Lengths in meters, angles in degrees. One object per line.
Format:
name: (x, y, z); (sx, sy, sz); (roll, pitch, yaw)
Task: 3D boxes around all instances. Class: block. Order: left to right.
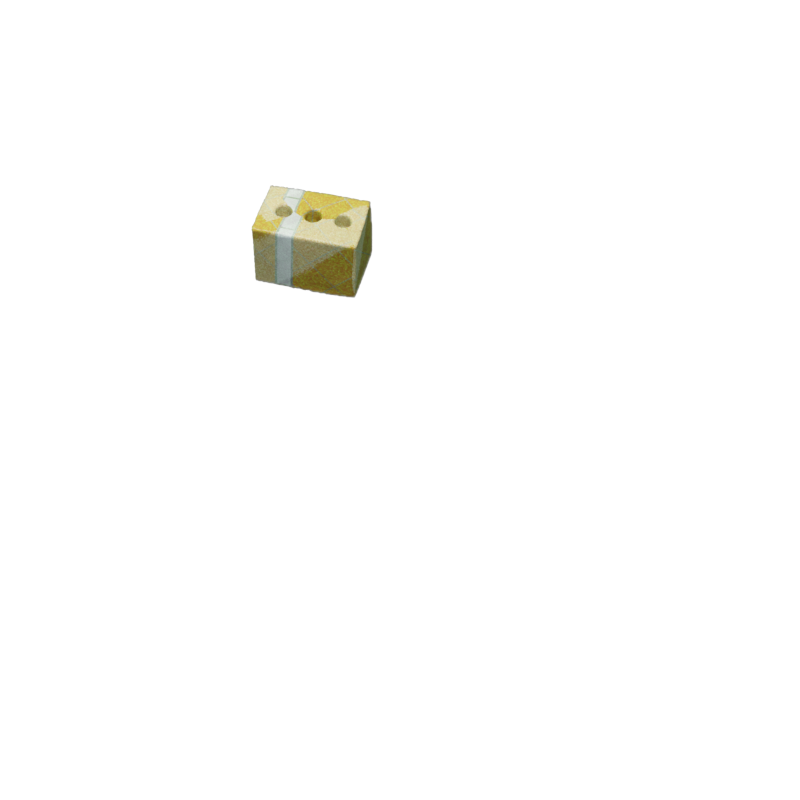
block: (-0.063, -0.115, 0.802); (0.079, 0.048, 0.056); (10, 46, 9)
